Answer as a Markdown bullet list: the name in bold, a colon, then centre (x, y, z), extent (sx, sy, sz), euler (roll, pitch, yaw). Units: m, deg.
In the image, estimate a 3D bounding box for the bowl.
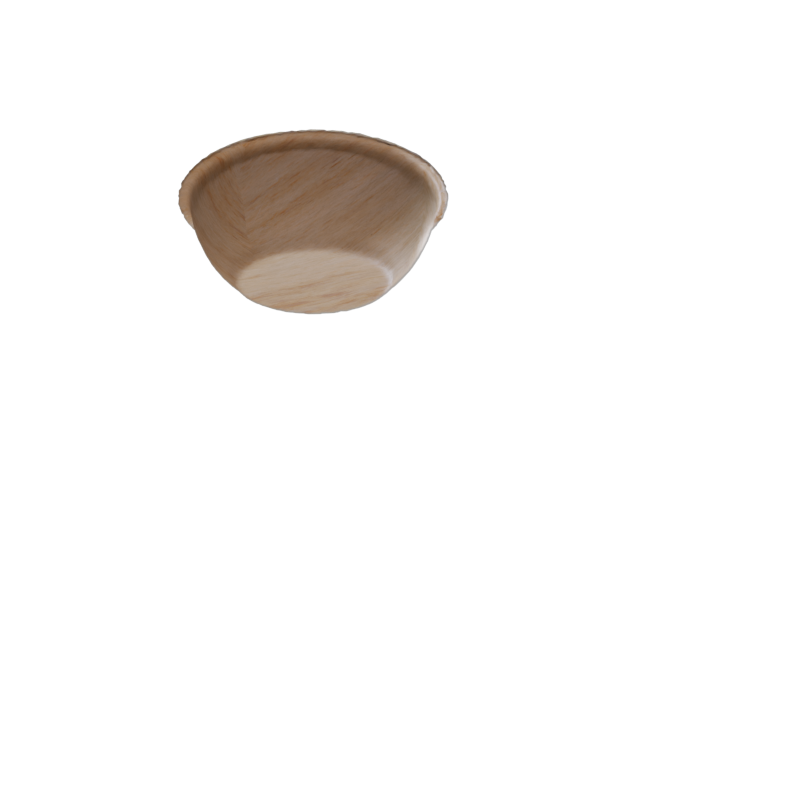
- **bowl**: centre (-0.051, -0.093, 0.654), extent (0.162, 0.058, 0.154), euler (1, -21, -2)
